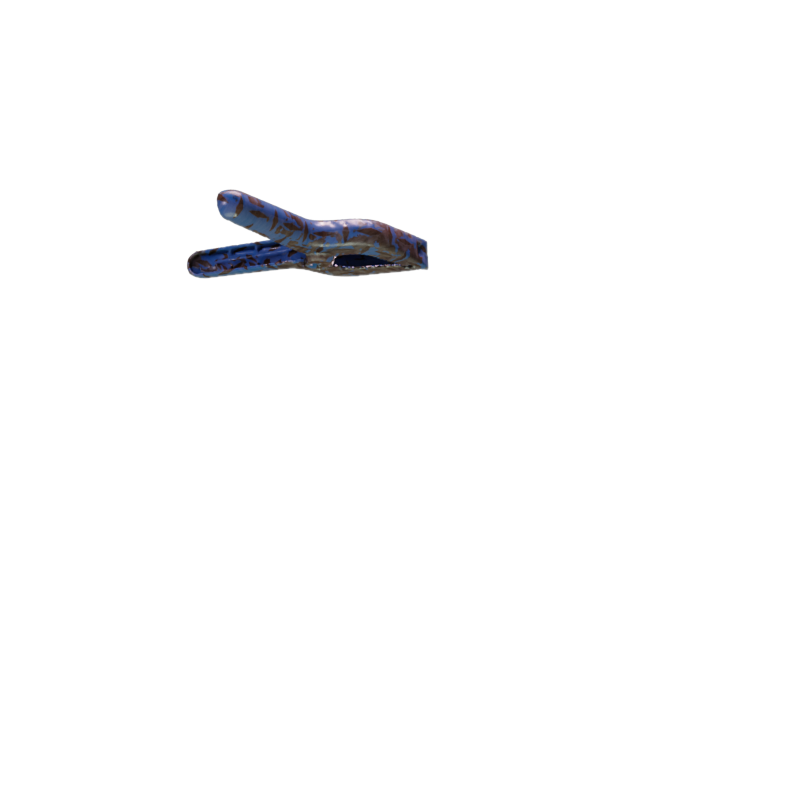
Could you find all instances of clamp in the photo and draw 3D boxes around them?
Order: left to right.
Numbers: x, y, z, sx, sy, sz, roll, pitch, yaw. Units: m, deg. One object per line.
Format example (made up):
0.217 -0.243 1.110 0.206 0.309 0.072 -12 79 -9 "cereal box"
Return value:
-0.074 -0.135 0.948 0.207 0.038 0.160 2 -13 -9 "clamp"
